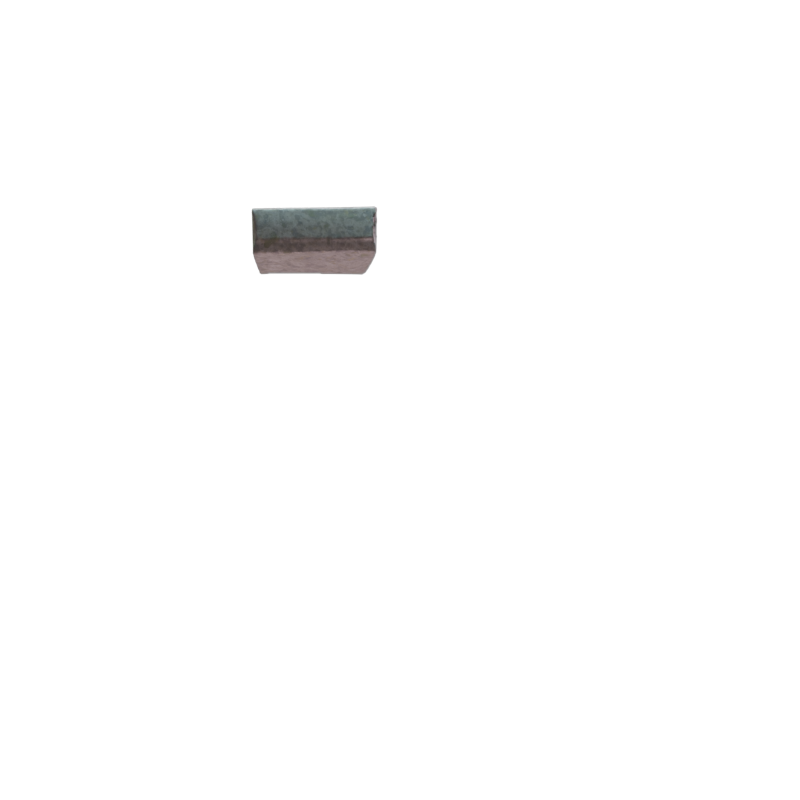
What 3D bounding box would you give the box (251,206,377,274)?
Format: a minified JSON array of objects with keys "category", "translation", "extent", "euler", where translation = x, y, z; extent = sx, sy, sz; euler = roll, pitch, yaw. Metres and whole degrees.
[{"category":"box","translation":[-0.065,-0.120,0.838],"extent":[0.089,0.040,0.112],"euler":[0,-4,-4]}]
